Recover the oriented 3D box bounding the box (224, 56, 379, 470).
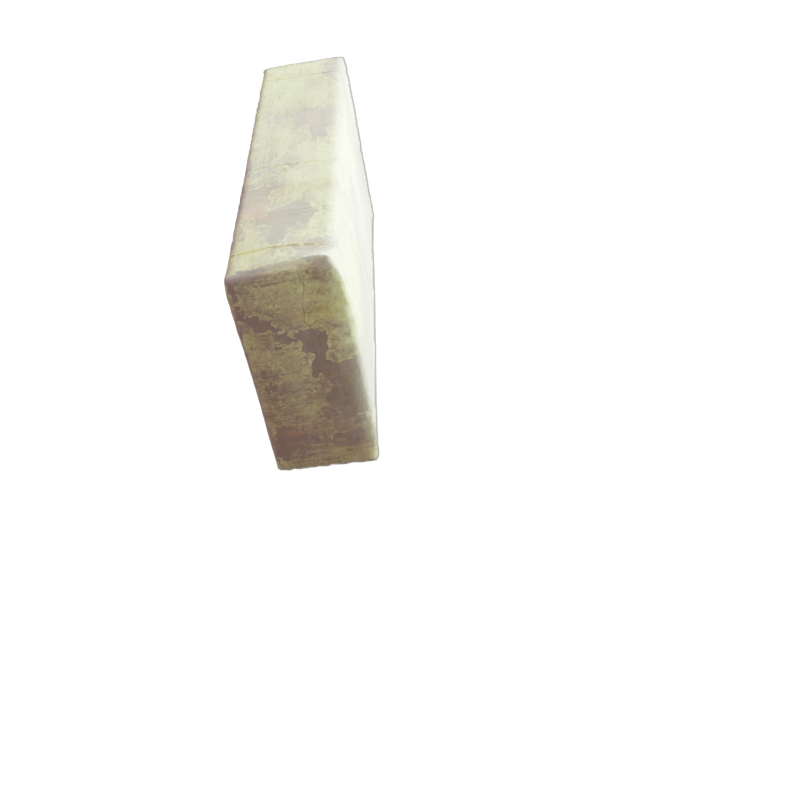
[{"bbox_3d":[-0.037,-0.066,0.467,0.048,0.087,0.188,-9,36,3],"label":"box"}]
